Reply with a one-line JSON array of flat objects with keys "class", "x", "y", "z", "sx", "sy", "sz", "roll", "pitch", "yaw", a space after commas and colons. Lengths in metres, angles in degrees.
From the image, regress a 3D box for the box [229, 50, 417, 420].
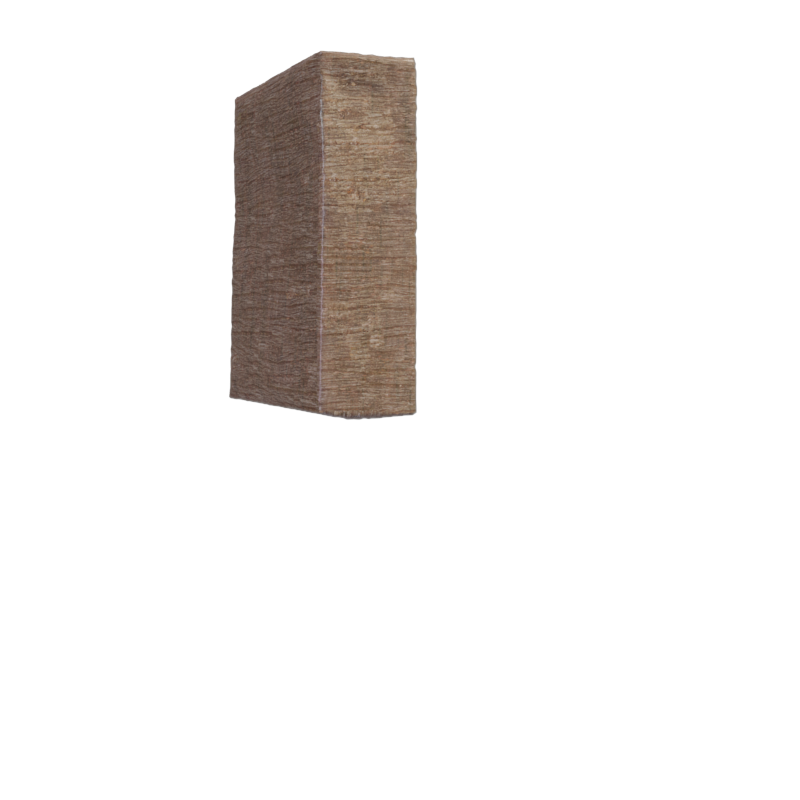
[{"class": "box", "x": -0.056, "y": -0.102, "z": 0.712, "sx": 0.070, "sy": 0.215, "sz": 0.169, "roll": 1, "pitch": -1, "yaw": -26}]
